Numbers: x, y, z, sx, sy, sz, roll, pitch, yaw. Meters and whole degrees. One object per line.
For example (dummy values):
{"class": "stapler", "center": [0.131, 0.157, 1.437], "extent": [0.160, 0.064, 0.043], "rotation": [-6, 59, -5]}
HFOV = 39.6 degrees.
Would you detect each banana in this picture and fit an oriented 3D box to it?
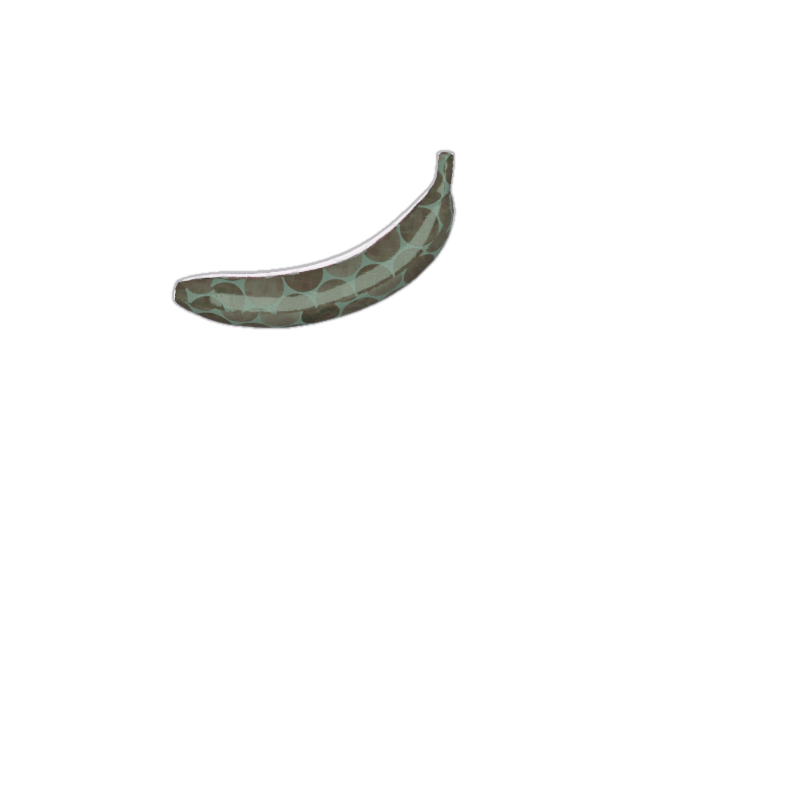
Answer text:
{"class": "banana", "center": [-0.043, -0.086, 0.703], "extent": [0.198, 0.069, 0.037], "rotation": [-26, 5, 2]}
